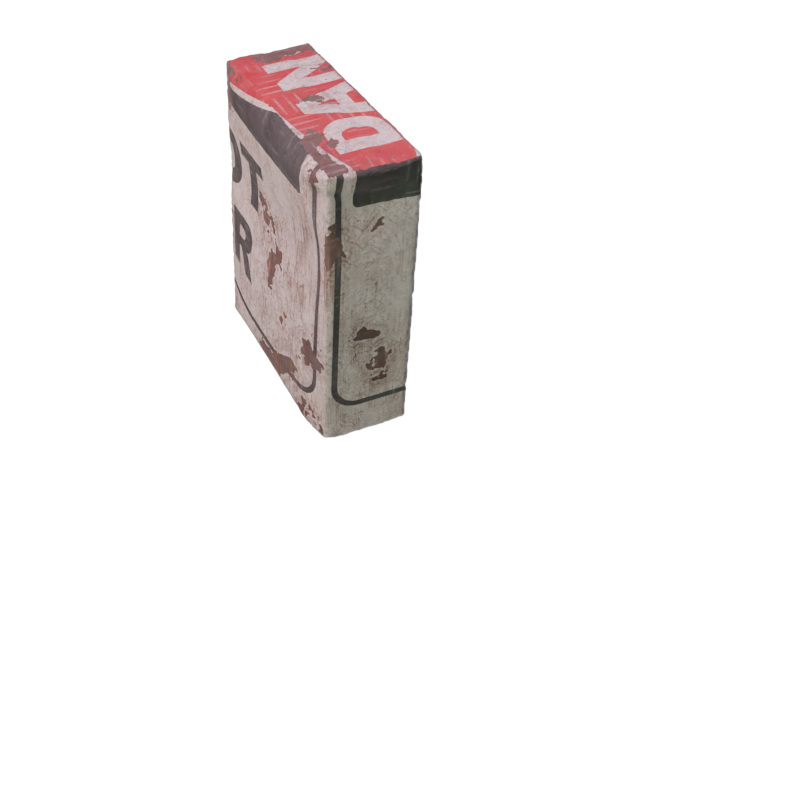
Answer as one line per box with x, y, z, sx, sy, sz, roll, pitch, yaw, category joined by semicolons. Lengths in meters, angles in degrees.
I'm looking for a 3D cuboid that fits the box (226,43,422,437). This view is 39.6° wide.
-0.059;-0.107;0.750;0.071;0.200;0.178;-16;43;-22;box
